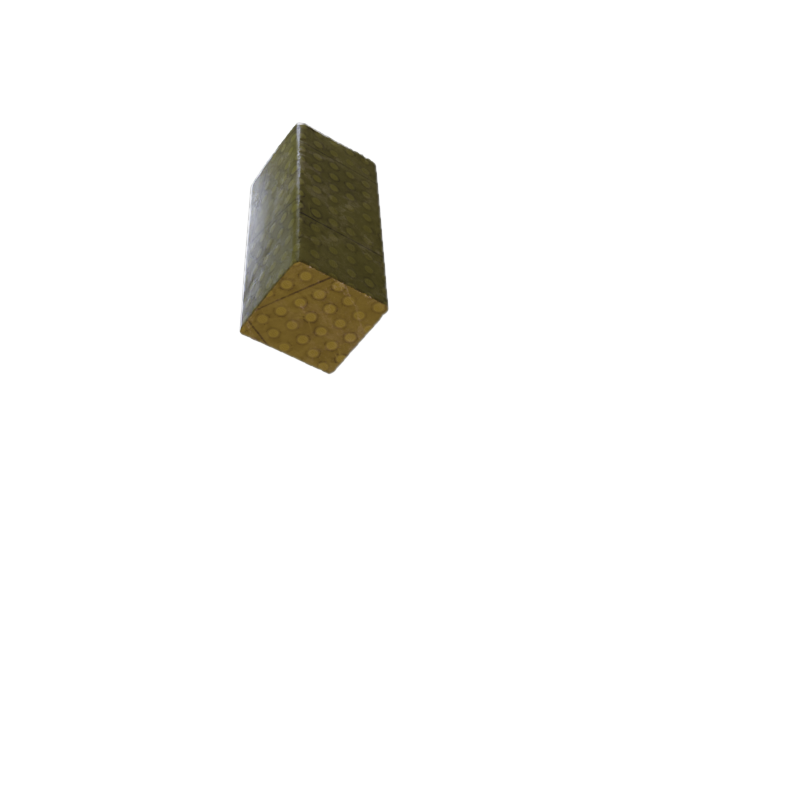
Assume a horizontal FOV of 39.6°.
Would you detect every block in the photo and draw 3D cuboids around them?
[{"bbox_3d":[-0.075,-0.138,0.960,0.087,0.221,0.088,26,-55,-24],"label":"block"}]
